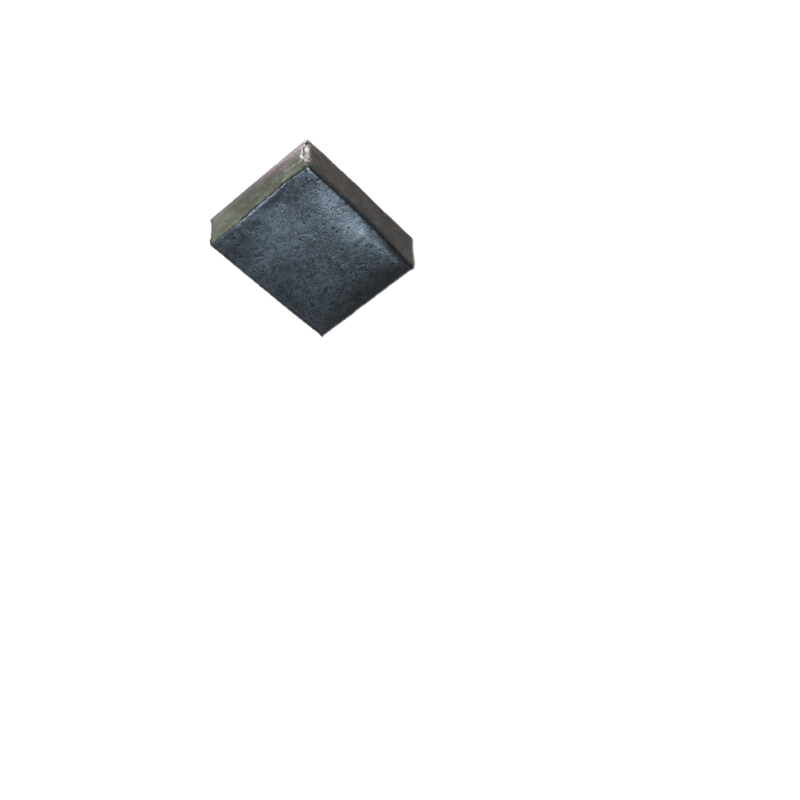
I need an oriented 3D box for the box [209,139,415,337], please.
[{"bbox_3d":[-0.058,-0.106,0.745,0.089,0.107,0.042,-36,28,23],"label":"box"}]
